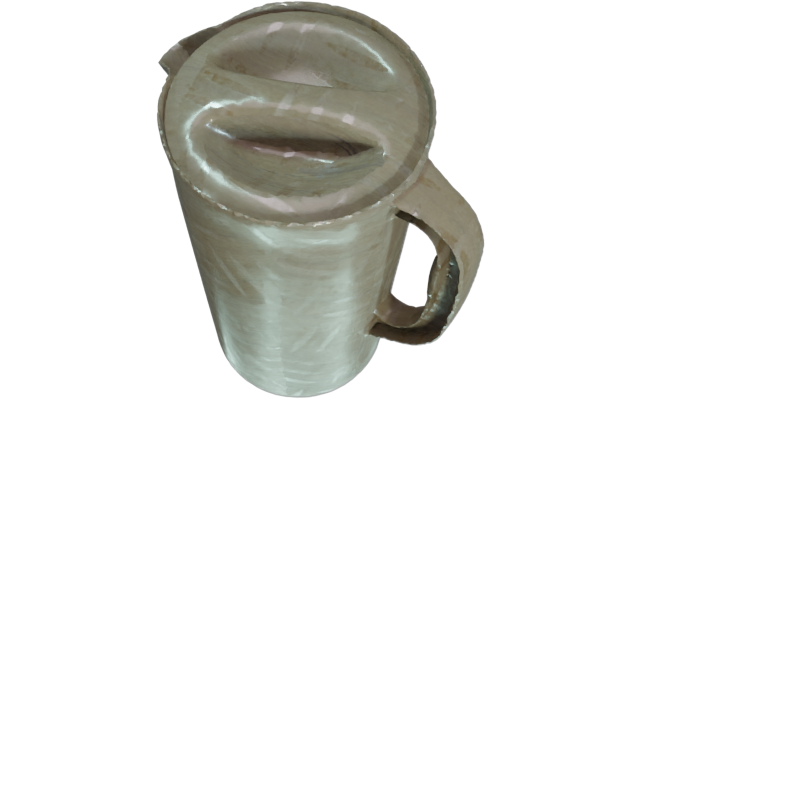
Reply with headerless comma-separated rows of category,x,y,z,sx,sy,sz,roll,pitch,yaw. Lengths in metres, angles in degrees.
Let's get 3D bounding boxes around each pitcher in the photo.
pitcher,-0.048,-0.088,0.619,0.144,0.159,0.229,-9,-25,-7
